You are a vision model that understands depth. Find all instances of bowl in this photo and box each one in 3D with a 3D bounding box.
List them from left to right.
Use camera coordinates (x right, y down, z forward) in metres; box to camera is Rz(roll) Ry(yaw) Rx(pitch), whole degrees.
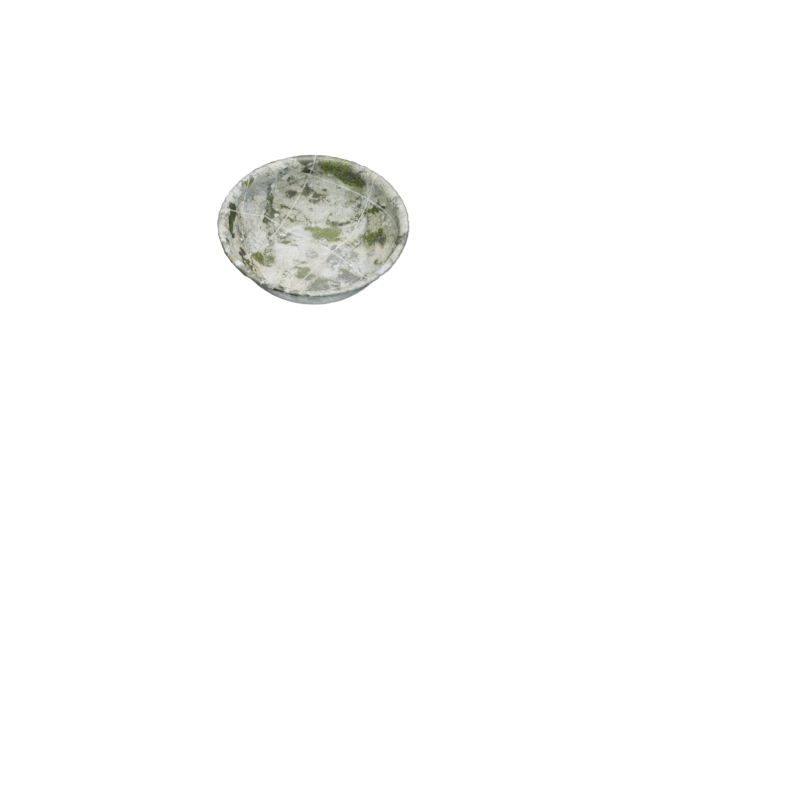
[{"bbox_3d":[-0.074,-0.136,0.951,0.162,0.174,0.051,-1,-39,-1],"label":"bowl"}]
